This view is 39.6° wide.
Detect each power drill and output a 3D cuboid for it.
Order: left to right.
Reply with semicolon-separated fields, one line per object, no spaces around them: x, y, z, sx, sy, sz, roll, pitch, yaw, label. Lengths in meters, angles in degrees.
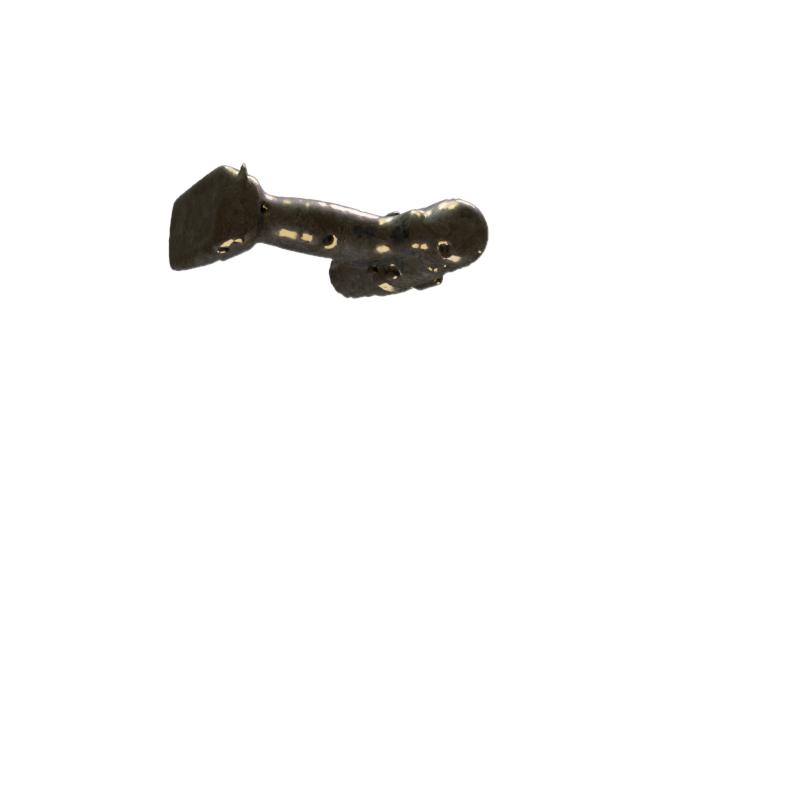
-0.060;-0.109;0.765;0.181;0.059;0.186;4;-8;-27;power drill
